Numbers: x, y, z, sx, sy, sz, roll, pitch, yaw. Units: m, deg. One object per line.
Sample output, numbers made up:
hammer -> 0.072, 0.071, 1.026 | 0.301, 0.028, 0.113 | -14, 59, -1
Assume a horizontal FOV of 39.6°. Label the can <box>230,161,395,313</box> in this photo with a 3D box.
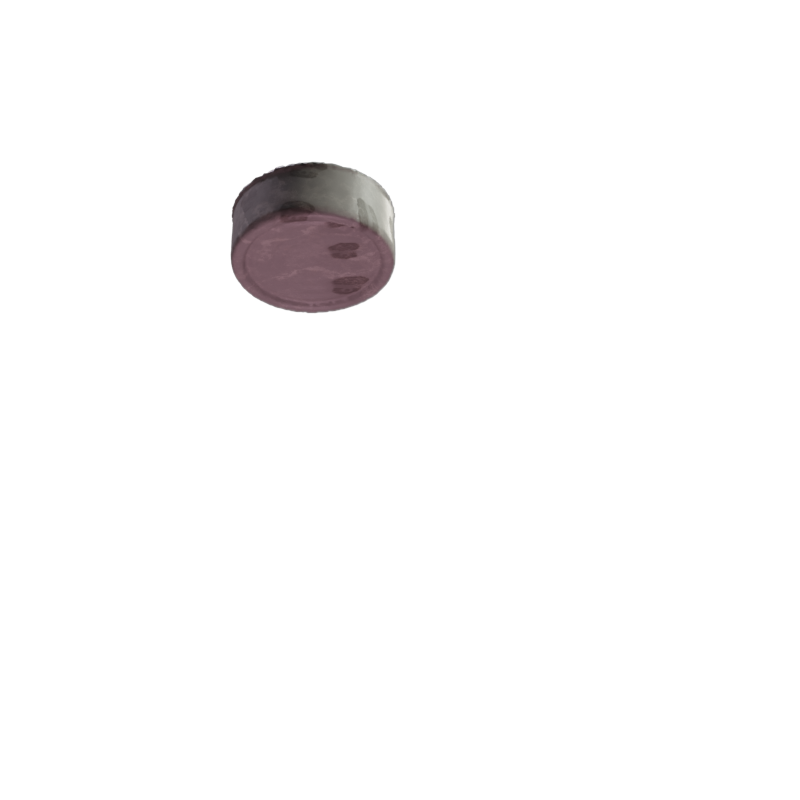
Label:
can -> -0.045, -0.082, 0.572 | 0.086, 0.036, 0.080 | 1, -34, -2
